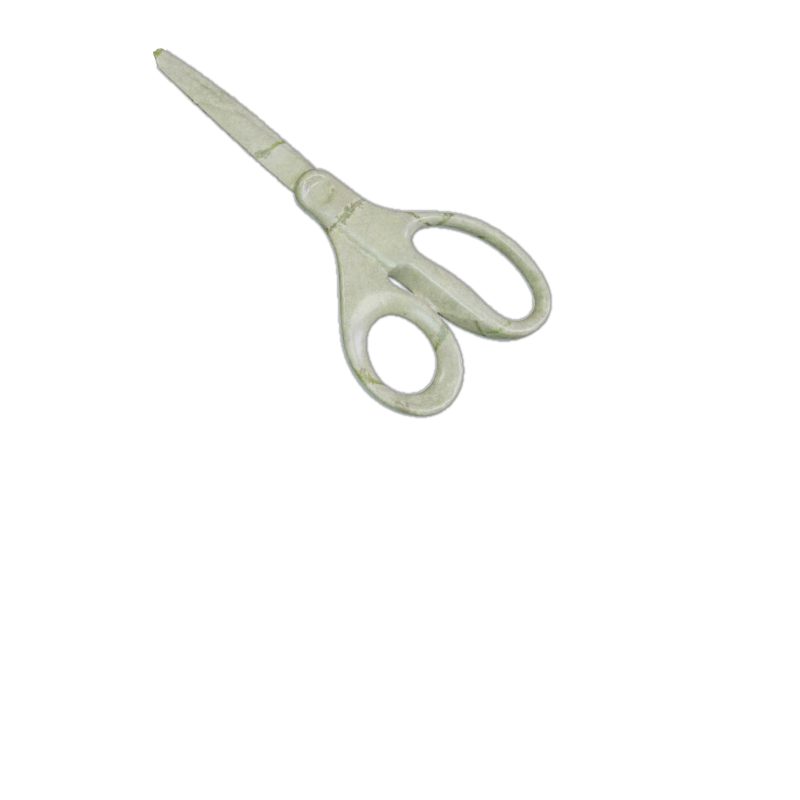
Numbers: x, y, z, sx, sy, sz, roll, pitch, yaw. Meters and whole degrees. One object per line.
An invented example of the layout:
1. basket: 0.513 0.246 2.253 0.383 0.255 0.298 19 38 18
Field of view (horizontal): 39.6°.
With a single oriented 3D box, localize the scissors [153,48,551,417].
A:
1. scissors: -0.037 -0.067 0.466 0.204 0.098 0.015 26 -12 6
